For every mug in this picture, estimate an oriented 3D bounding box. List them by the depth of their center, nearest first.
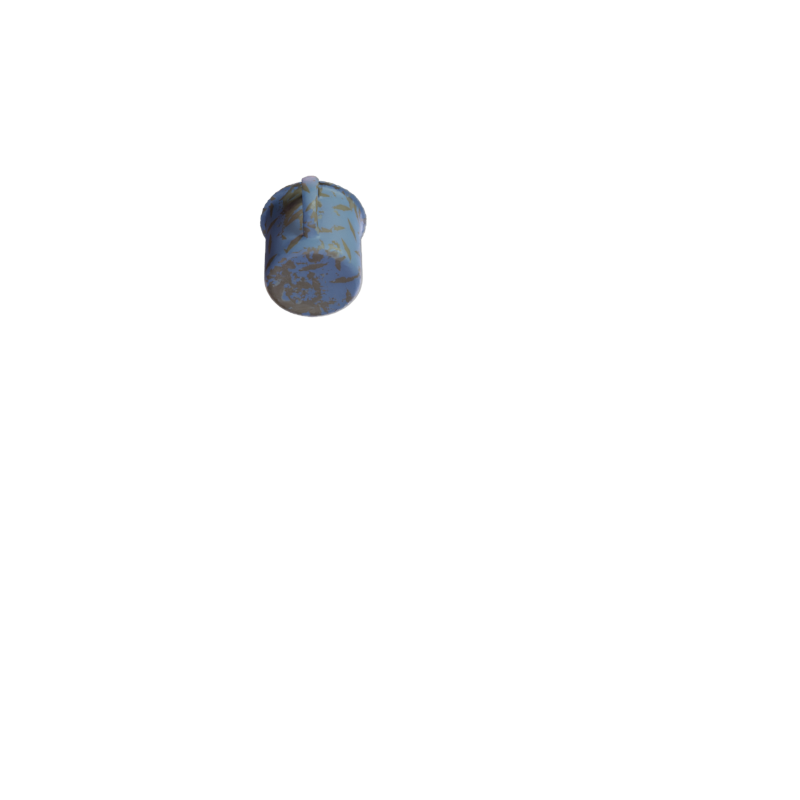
[{"bbox_3d":[-0.073,-0.133,0.930,0.093,0.087,0.109,0,-45,-3],"label":"mug"}]
